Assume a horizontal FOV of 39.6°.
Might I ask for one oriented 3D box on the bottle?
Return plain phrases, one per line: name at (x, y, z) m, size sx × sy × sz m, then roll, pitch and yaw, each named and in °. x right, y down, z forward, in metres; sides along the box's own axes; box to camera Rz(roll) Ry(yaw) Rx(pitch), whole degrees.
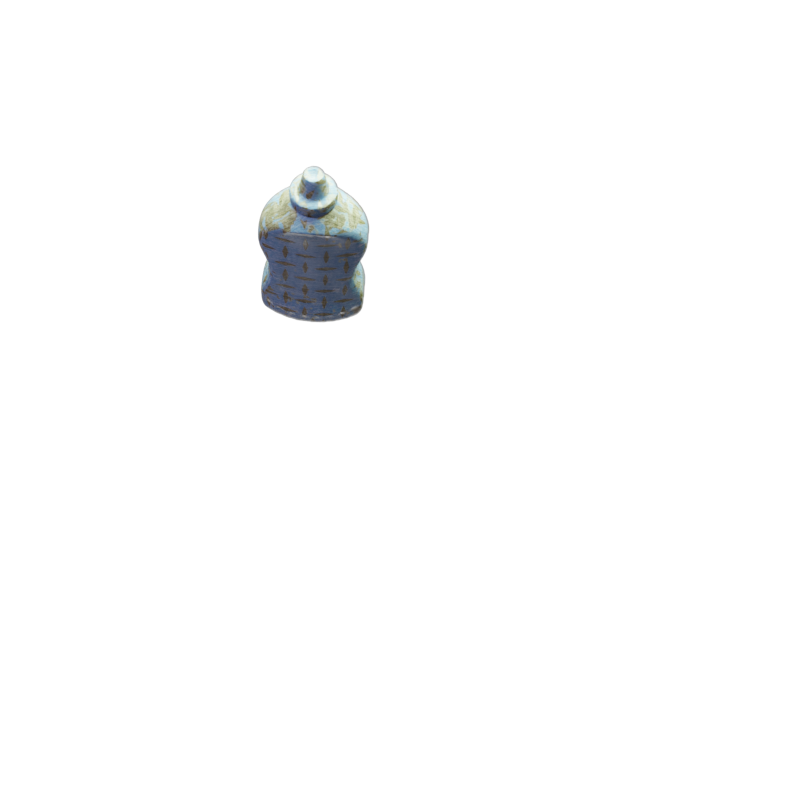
bottle at (-0.076, -0.140, 0.976) m, size 0.096 × 0.062 × 0.180 m, roll 8°, pitch -29°, yaw 1°
